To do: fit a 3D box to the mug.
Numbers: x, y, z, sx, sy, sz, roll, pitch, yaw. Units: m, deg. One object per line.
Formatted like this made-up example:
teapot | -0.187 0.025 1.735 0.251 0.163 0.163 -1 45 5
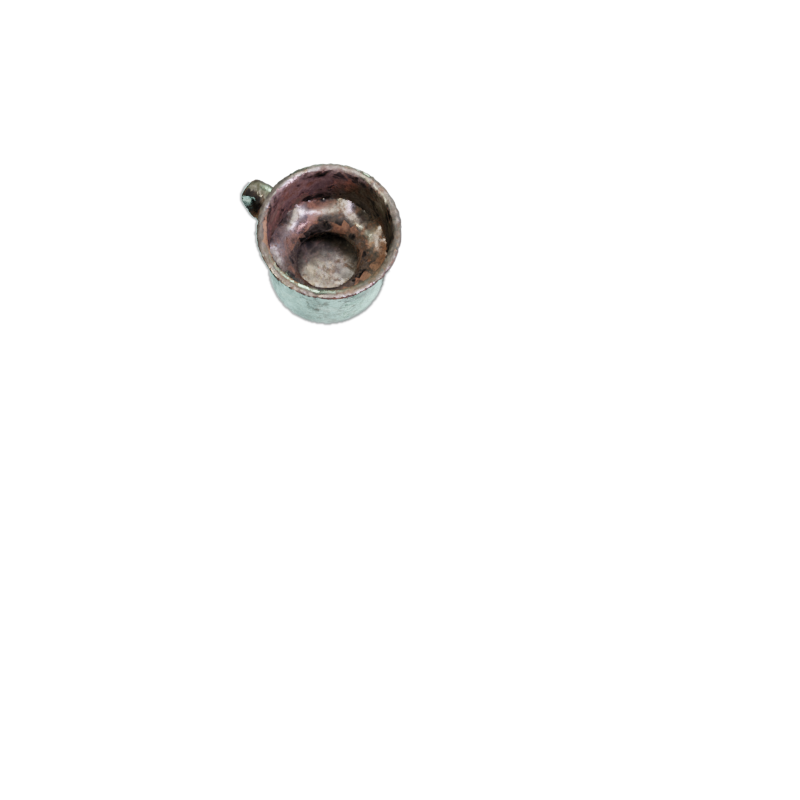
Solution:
mug | -0.058 -0.106 0.744 0.120 0.095 0.078 33 -15 9
